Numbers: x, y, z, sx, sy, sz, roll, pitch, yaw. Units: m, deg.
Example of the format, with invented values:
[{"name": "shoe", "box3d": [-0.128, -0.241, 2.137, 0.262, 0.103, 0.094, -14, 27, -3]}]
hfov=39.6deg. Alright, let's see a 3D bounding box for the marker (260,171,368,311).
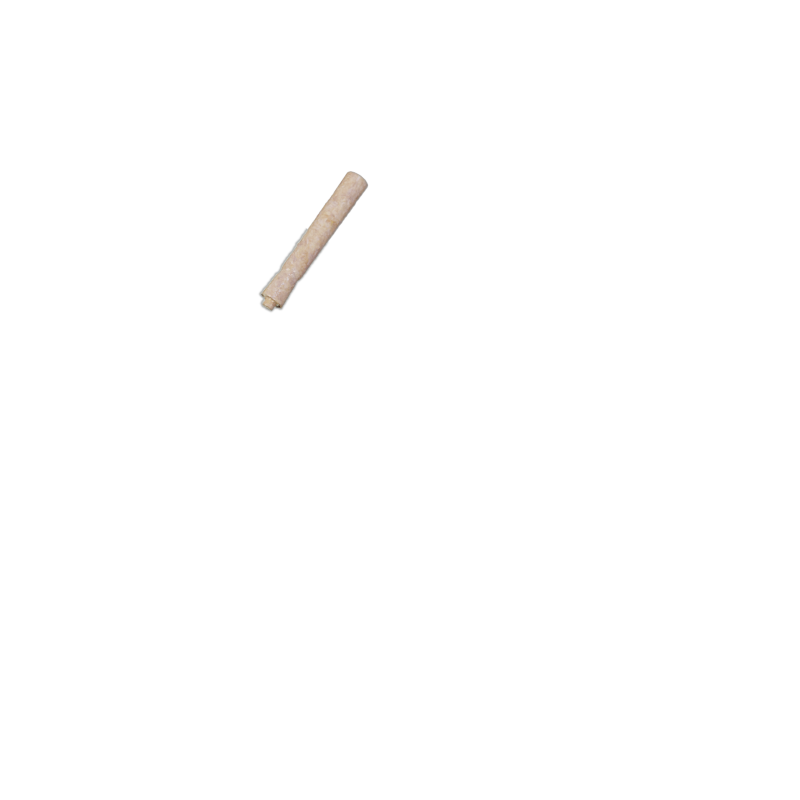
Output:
[{"name": "marker", "box3d": [-0.063, -0.115, 0.808, 0.020, 0.123, 0.019, 31, -17, 7]}]
